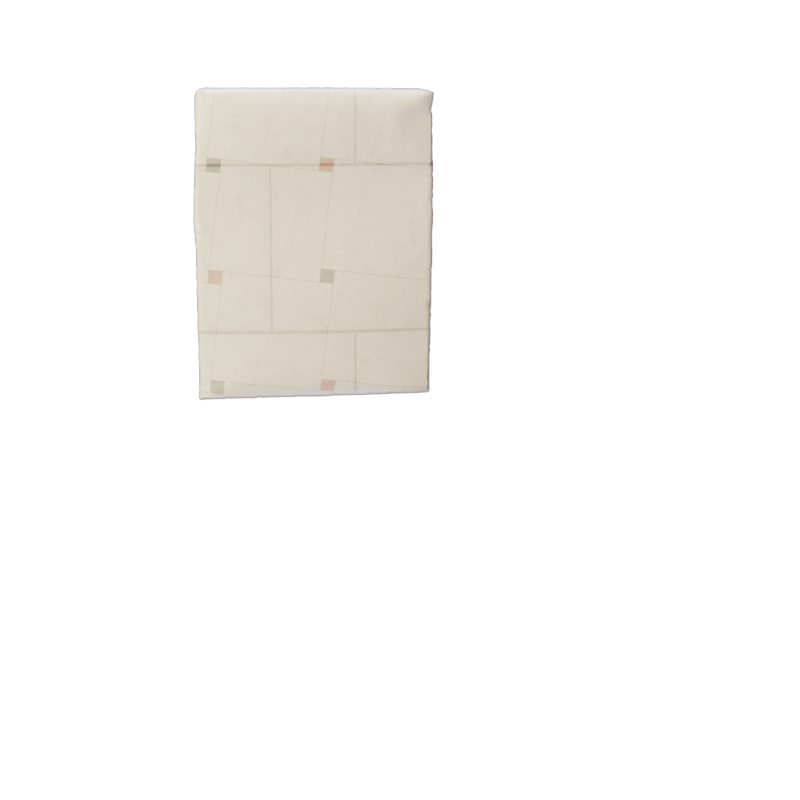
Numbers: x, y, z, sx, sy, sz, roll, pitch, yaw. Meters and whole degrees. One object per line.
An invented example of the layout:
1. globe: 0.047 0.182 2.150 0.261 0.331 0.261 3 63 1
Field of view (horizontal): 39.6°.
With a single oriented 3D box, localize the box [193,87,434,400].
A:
1. box: -0.061 -0.111 0.777 0.163 0.209 0.074 0 10 -4
